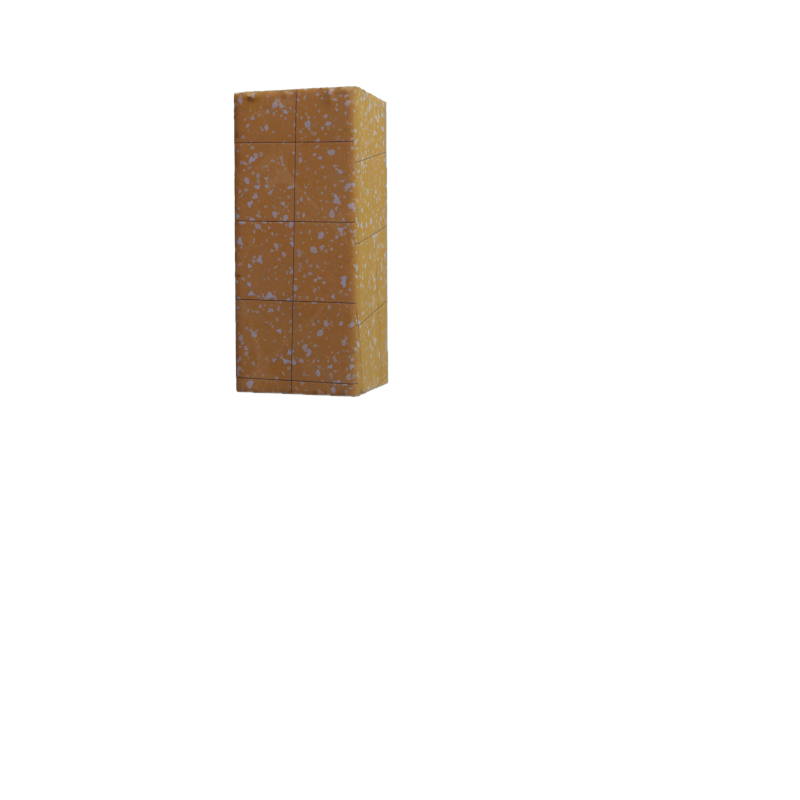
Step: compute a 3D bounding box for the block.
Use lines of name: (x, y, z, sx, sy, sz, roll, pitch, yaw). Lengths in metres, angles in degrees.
block: (-0.062, -0.112, 0.787, 0.093, 0.206, 0.088, 0, 1, 16)
